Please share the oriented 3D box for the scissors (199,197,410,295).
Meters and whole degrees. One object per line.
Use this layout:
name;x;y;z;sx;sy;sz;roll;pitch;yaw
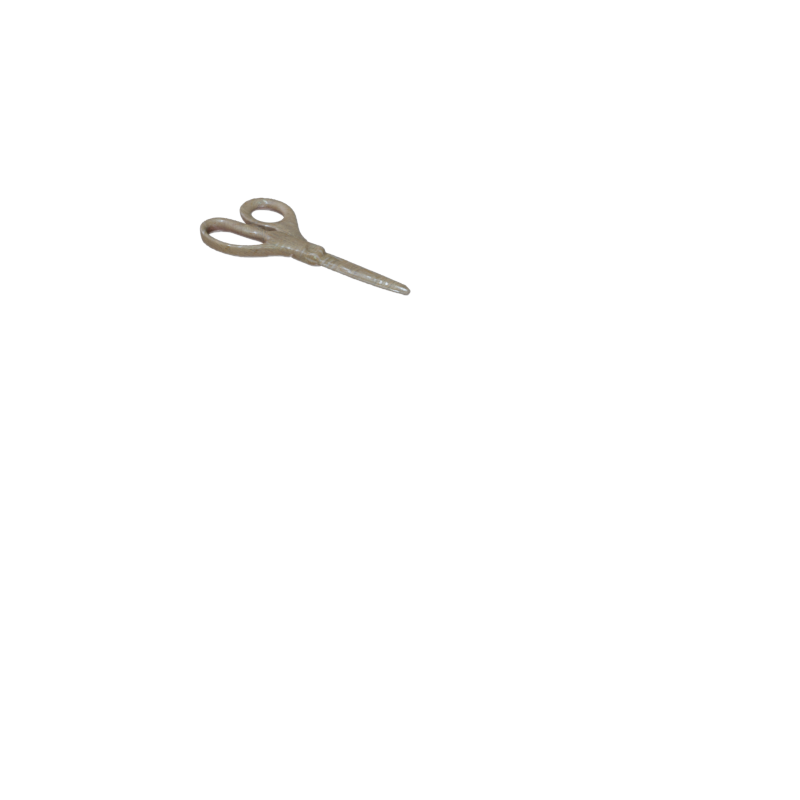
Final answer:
scissors;-0.076;-0.139;0.970;0.207;0.015;0.100;13;40;16
